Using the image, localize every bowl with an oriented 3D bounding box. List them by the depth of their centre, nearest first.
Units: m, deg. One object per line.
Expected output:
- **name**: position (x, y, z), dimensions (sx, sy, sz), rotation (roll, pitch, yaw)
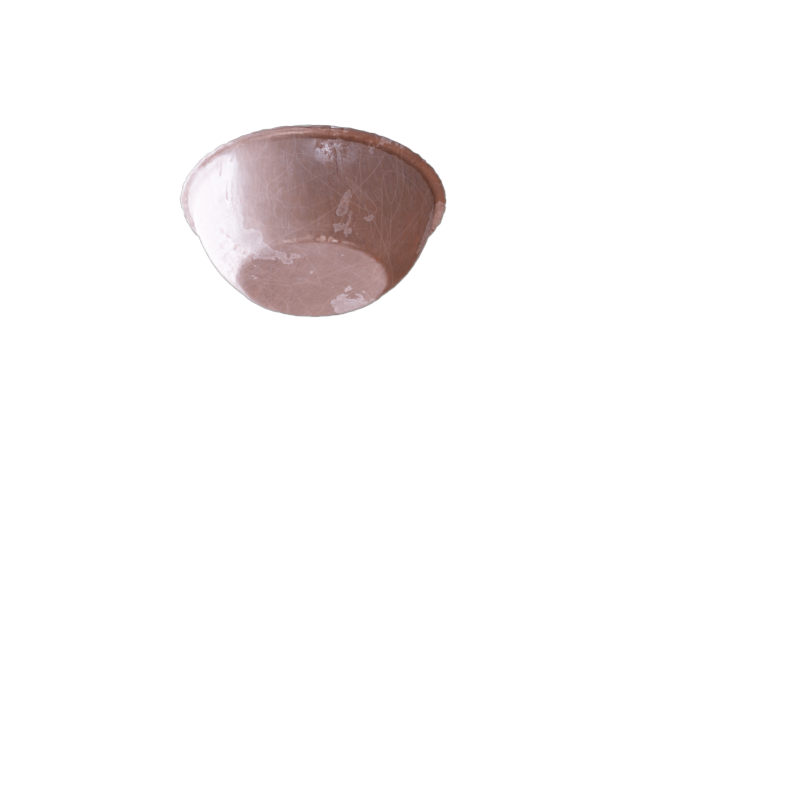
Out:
- **bowl**: position (-0.052, -0.095, 0.662), dimensions (0.162, 0.058, 0.153), rotation (1, -27, -2)
